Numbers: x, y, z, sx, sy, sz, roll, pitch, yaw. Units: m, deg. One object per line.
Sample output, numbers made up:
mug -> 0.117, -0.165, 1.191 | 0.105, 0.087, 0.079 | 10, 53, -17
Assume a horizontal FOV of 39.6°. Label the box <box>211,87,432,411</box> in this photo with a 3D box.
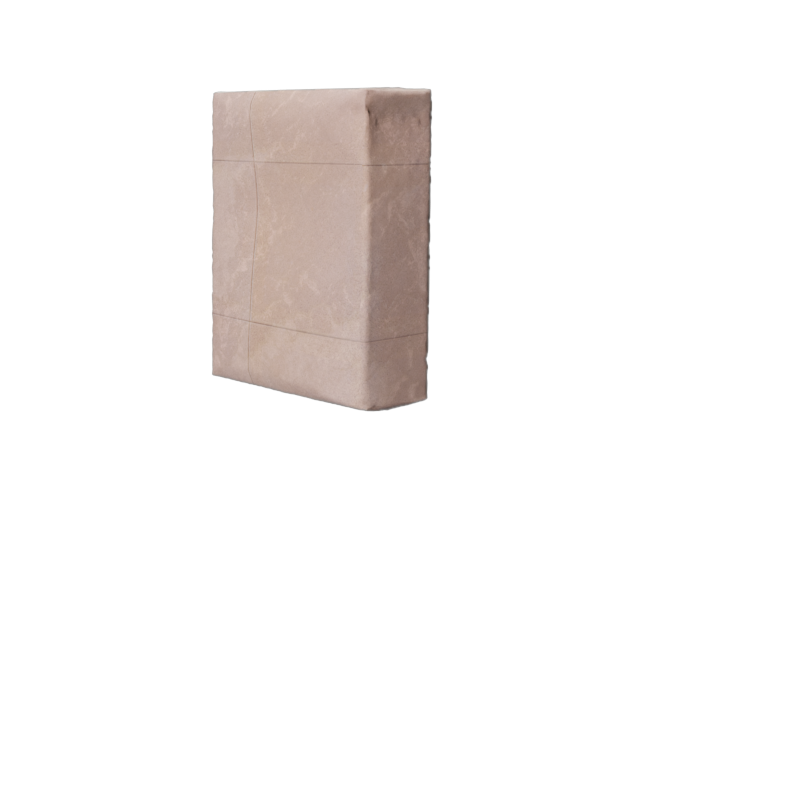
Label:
box -> -0.061, -0.112, 0.782 | 0.070, 0.210, 0.172 | -6, 11, -45
